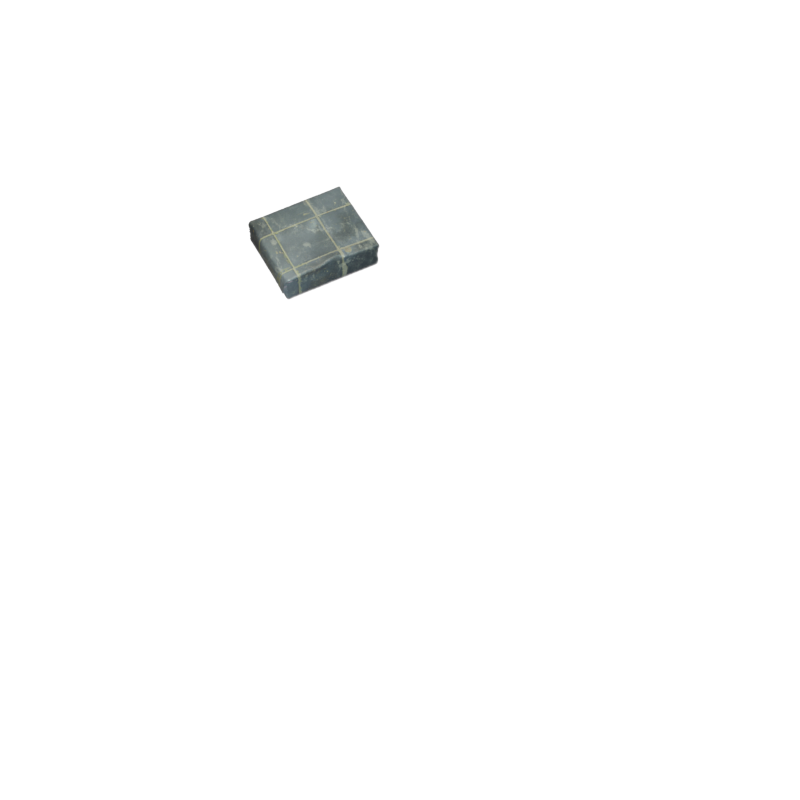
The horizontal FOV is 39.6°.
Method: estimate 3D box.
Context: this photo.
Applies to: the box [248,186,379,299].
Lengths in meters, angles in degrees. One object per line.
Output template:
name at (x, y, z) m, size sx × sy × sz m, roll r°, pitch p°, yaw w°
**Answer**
box at (-0.073, -0.134, 0.936) m, size 0.089 × 0.079 × 0.028 m, roll -23°, pitch -32°, yaw -16°
